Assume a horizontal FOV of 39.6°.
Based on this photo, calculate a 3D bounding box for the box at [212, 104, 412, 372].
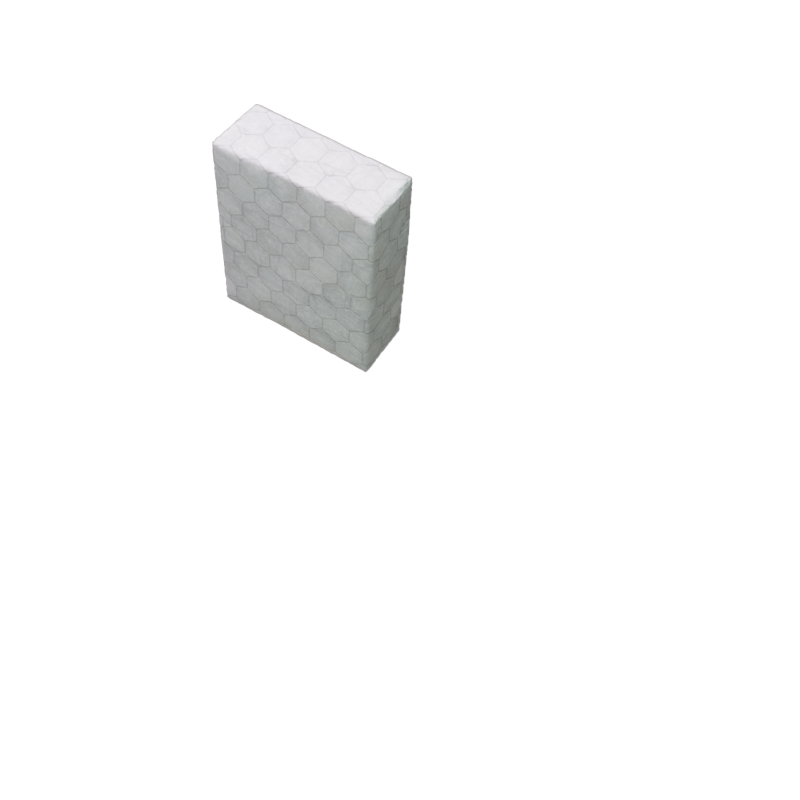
[{"bbox_3d":[-0.078,-0.142,0.993,0.171,0.074,0.199,30,-33,18],"label":"box"}]
